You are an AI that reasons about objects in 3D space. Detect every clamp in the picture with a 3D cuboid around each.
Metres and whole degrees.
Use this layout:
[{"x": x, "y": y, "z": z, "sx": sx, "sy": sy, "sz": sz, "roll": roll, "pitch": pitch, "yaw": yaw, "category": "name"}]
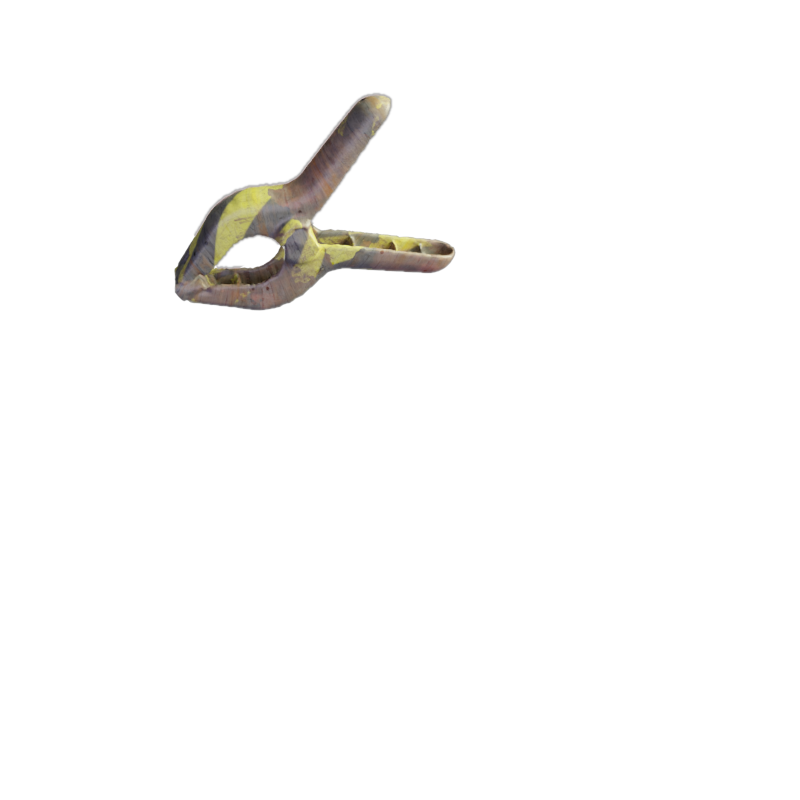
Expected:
[{"x": -0.053, "y": -0.097, "z": 0.678, "sx": 0.171, "sy": 0.114, "sz": 0.041, "roll": -29, "pitch": 20, "yaw": 11, "category": "clamp"}]
